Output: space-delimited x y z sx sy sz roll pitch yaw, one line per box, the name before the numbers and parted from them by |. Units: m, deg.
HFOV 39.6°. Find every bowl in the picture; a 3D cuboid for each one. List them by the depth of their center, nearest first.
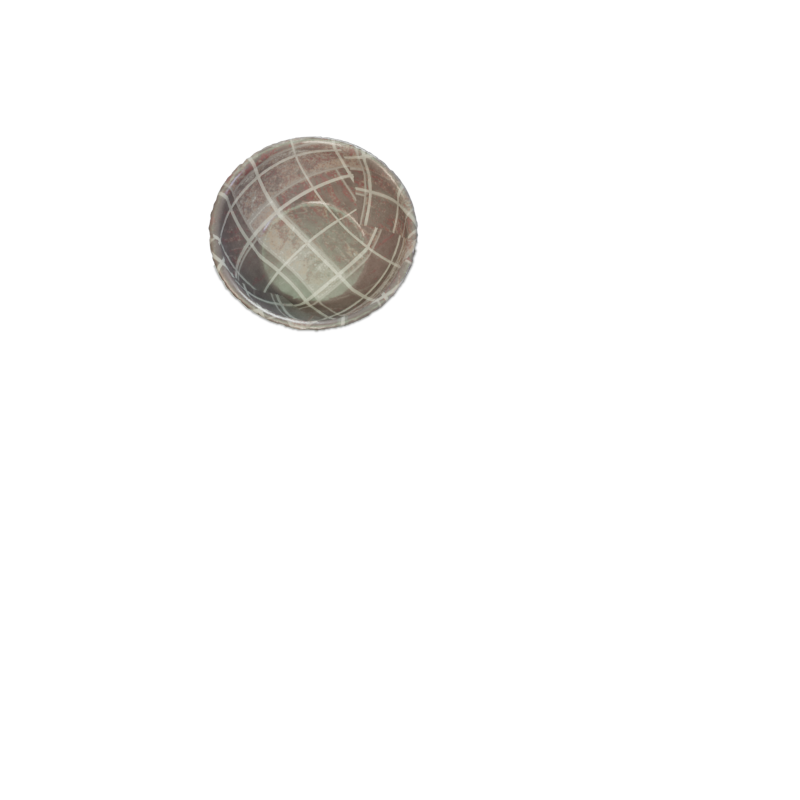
bowl | -0.069 -0.126 0.880 0.162 0.170 0.053 -1 -19 -1
